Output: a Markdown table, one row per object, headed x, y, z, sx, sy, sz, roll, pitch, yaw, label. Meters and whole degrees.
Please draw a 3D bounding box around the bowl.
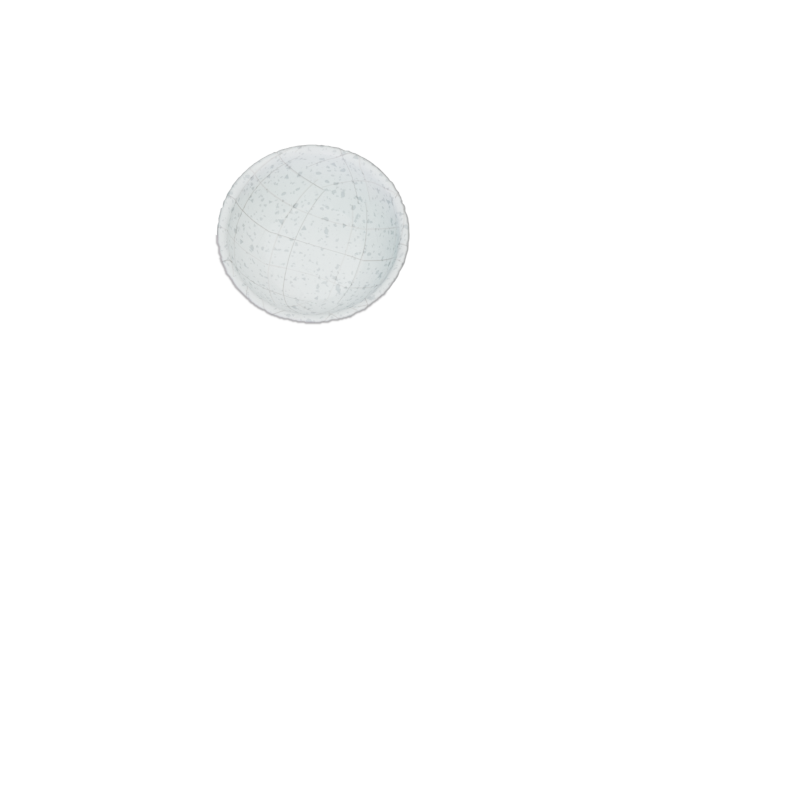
| x | y | z | sx | sy | sz | roll | pitch | yaw | label |
| --- | --- | --- | --- | --- | --- | --- | --- | --- | --- |
| -0.075 | -0.136 | 0.953 | 0.162 | 0.170 | 0.053 | -1 | -19 | -1 | bowl |
